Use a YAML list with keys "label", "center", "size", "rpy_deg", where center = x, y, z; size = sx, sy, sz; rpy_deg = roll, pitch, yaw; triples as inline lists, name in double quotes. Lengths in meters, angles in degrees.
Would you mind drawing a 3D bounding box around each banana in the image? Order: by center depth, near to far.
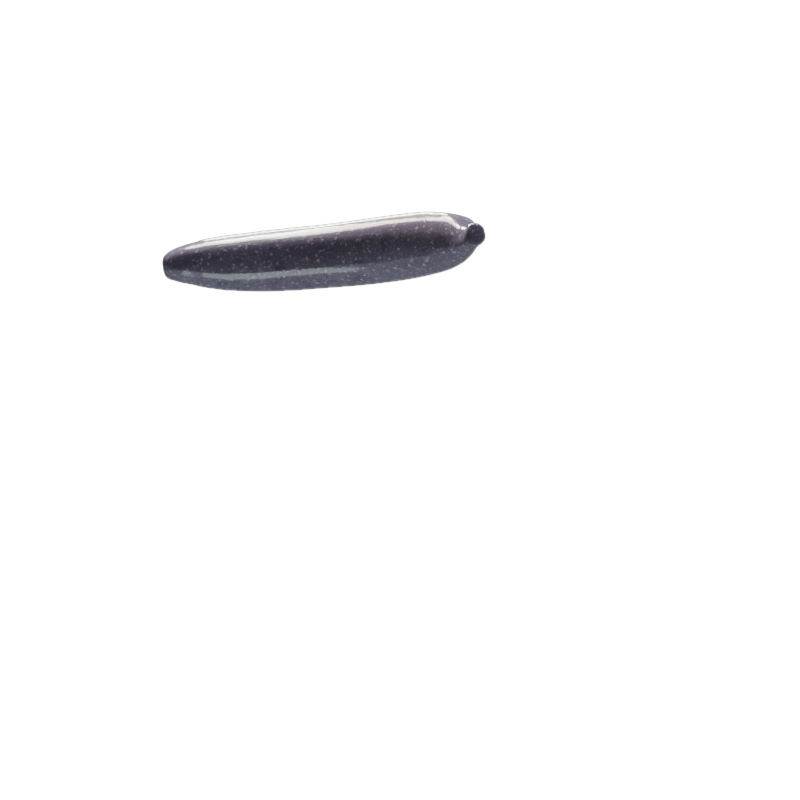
- label: "banana"
  center: [-0.038, -0.086, 0.632]
  size: [0.202, 0.038, 0.066]
  rpy_deg: [-4, -11, 25]
